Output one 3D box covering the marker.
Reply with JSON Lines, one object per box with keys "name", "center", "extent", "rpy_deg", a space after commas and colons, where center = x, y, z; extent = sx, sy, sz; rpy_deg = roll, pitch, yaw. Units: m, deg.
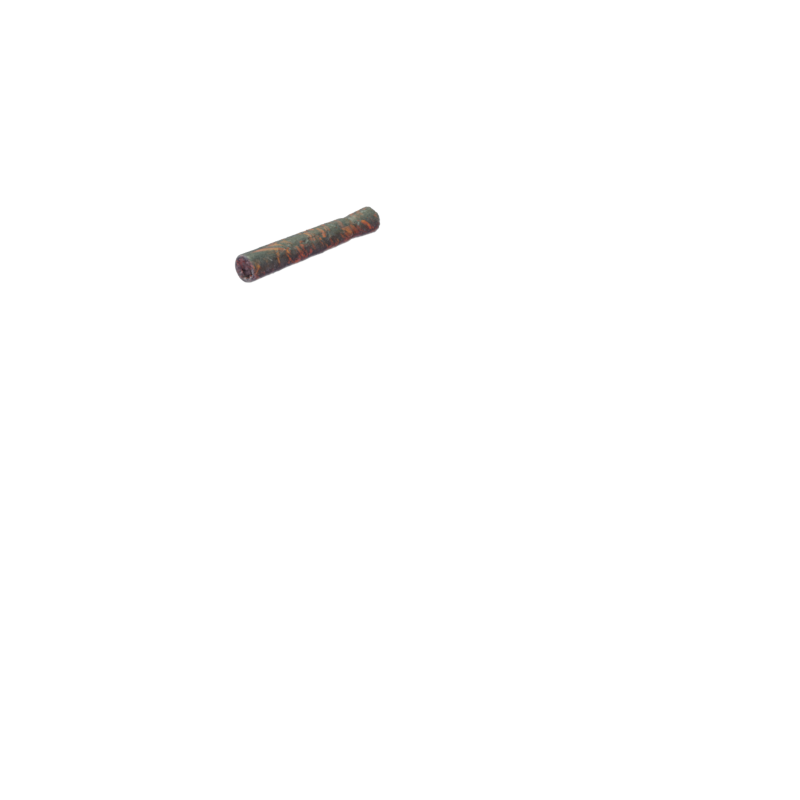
{"name": "marker", "center": [-0.057, -0.104, 0.726], "extent": [0.021, 0.019, 0.120], "rpy_deg": [4, 24, 45]}
